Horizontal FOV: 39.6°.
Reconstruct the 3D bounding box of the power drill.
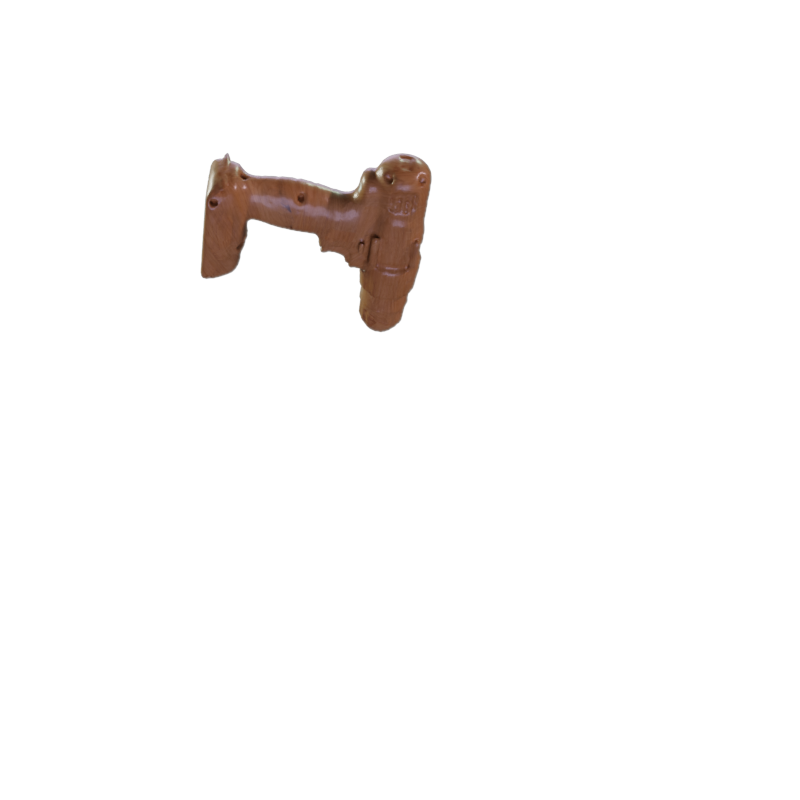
[{"bbox_3d":[-0.074,-0.135,0.945,0.186,0.173,0.062,5,42,-5],"label":"power drill"}]
